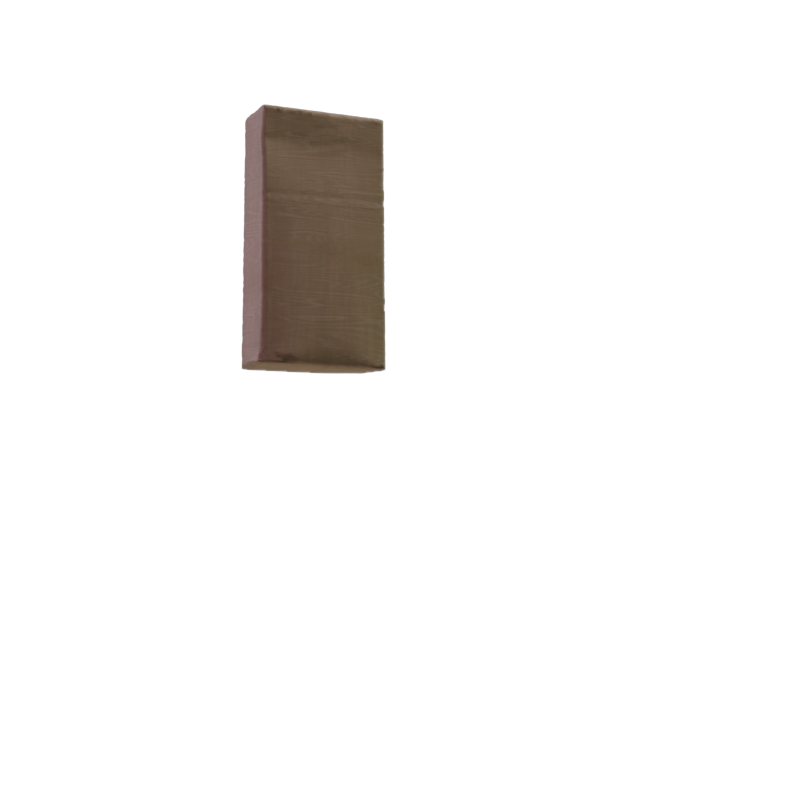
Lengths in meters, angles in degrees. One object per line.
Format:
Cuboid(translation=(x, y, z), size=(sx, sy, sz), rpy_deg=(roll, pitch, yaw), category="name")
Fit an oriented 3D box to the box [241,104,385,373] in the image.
Cuboid(translation=(-0.059, -0.108, 0.760), size=(0.090, 0.182, 0.048), rpy_deg=(4, -13, -24), category="box")
